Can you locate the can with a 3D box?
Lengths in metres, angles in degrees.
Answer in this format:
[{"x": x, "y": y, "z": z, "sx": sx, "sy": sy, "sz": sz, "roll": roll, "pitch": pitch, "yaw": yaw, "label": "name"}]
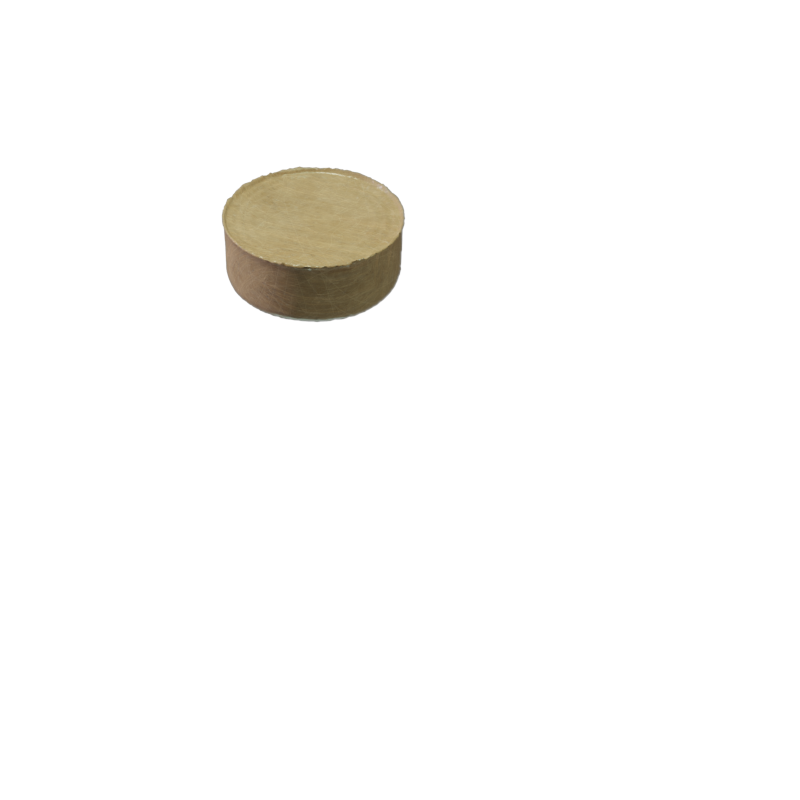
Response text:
[{"x": -0.041, "y": -0.075, "z": 0.528, "sx": 0.086, "sy": 0.031, "sz": 0.092, "roll": -1, "pitch": 39, "yaw": -2, "label": "can"}]
